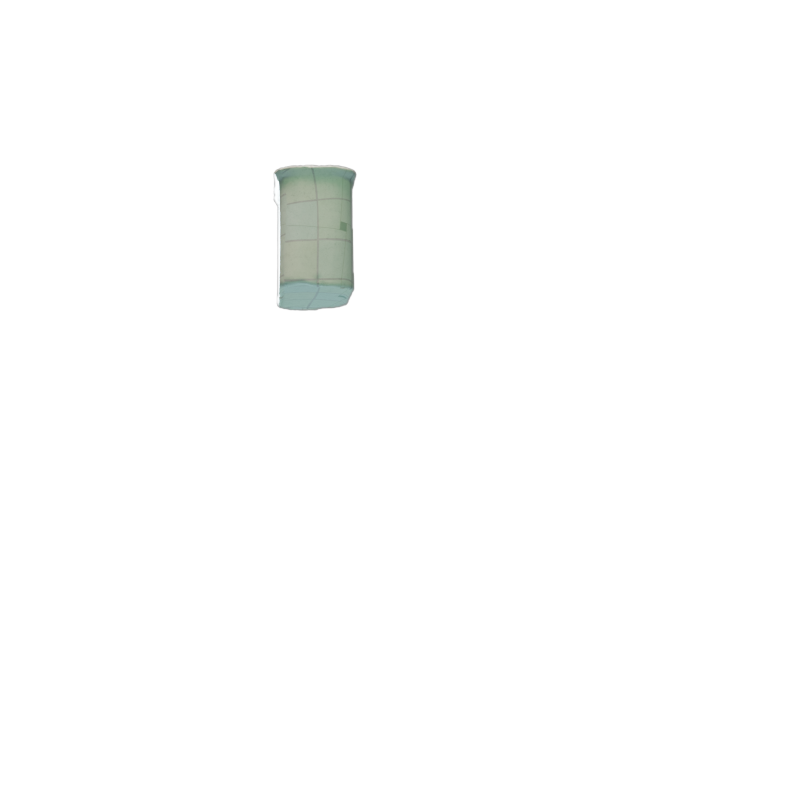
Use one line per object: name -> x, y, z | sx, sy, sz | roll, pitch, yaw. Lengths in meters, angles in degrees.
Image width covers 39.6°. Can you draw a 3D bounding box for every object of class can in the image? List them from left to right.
can -> -0.062, -0.112, 0.787 | 0.057, 0.086, 0.100 | 0, -9, -6
